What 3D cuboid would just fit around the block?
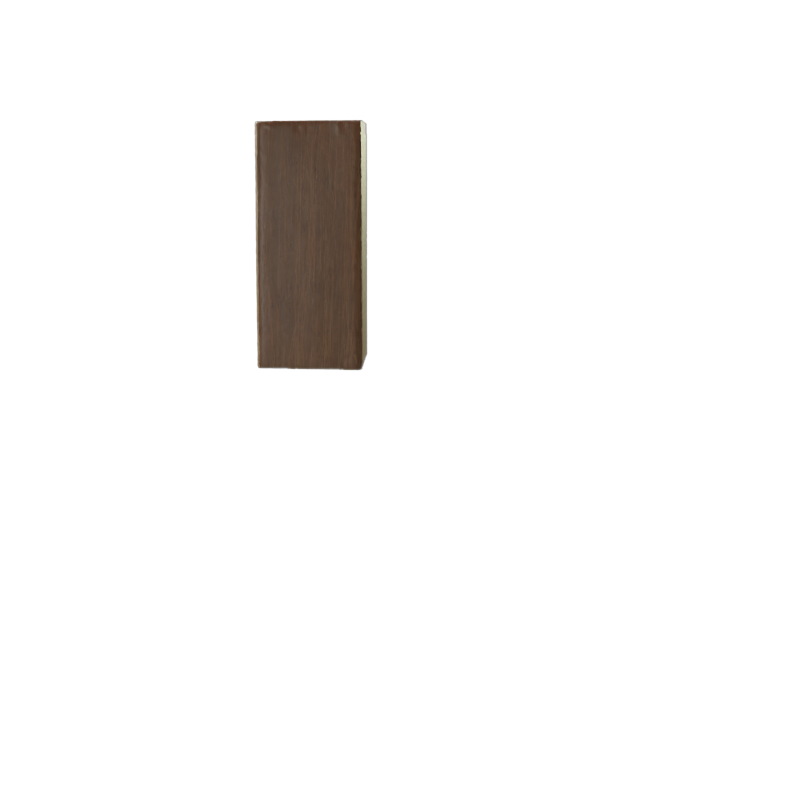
[{"bbox_3d":[-0.075,-0.136,0.955,0.091,0.204,0.091,1,6,3],"label":"block"}]
